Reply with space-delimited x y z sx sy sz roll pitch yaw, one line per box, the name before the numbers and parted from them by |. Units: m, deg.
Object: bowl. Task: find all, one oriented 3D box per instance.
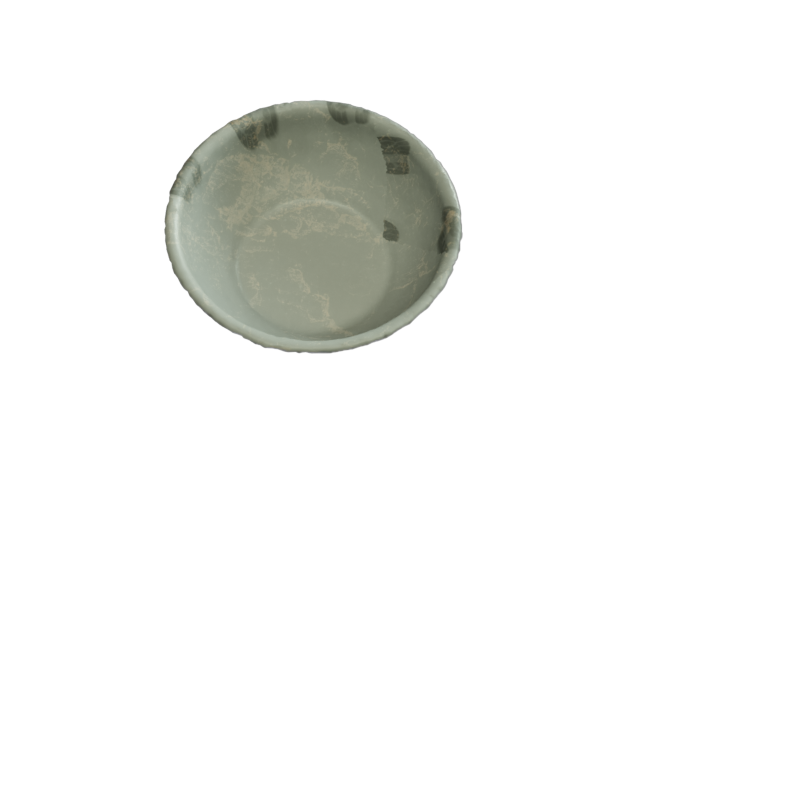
bowl | -0.049 -0.089 0.624 0.162 0.172 0.052 -1 -28 -1
